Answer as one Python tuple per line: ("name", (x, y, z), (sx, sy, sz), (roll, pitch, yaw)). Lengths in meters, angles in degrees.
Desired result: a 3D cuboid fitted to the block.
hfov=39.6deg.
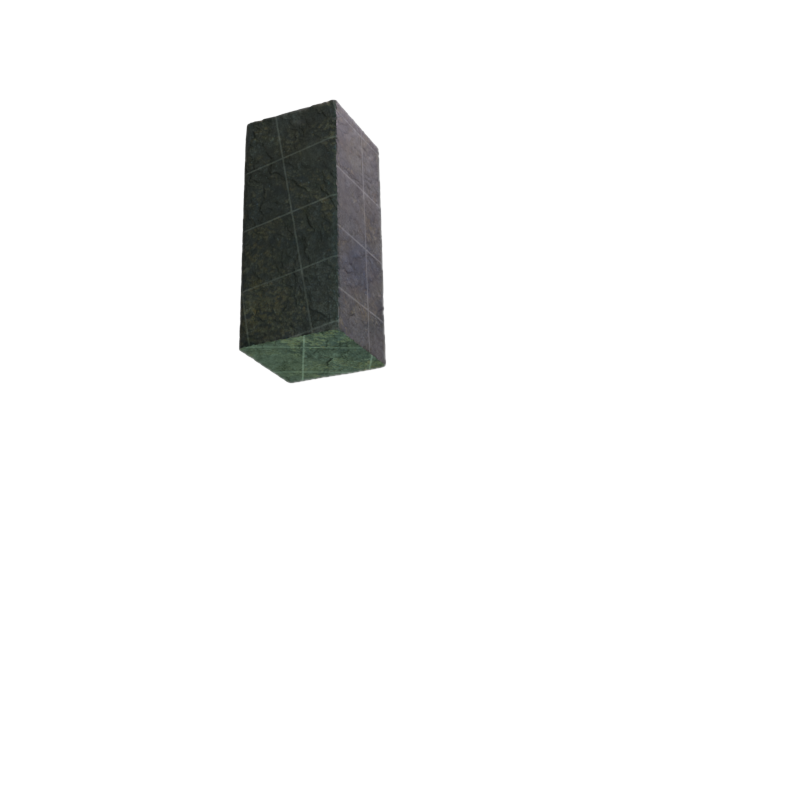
("block", (-0.072, -0.131, 0.917), (0.091, 0.218, 0.084), (-12, -27, 22))
